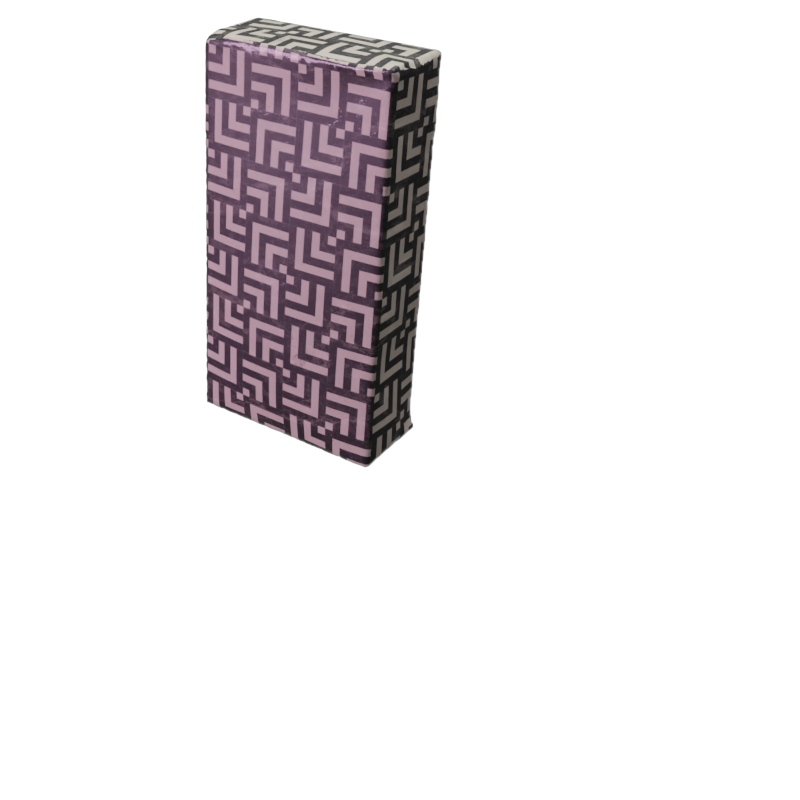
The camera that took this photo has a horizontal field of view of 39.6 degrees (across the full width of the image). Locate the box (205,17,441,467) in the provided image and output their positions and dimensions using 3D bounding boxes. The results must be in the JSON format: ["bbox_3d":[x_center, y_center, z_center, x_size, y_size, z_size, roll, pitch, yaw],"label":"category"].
[{"bbox_3d":[-0.038,-0.068,0.476,0.098,0.167,0.048,18,31,28],"label":"box"}]
